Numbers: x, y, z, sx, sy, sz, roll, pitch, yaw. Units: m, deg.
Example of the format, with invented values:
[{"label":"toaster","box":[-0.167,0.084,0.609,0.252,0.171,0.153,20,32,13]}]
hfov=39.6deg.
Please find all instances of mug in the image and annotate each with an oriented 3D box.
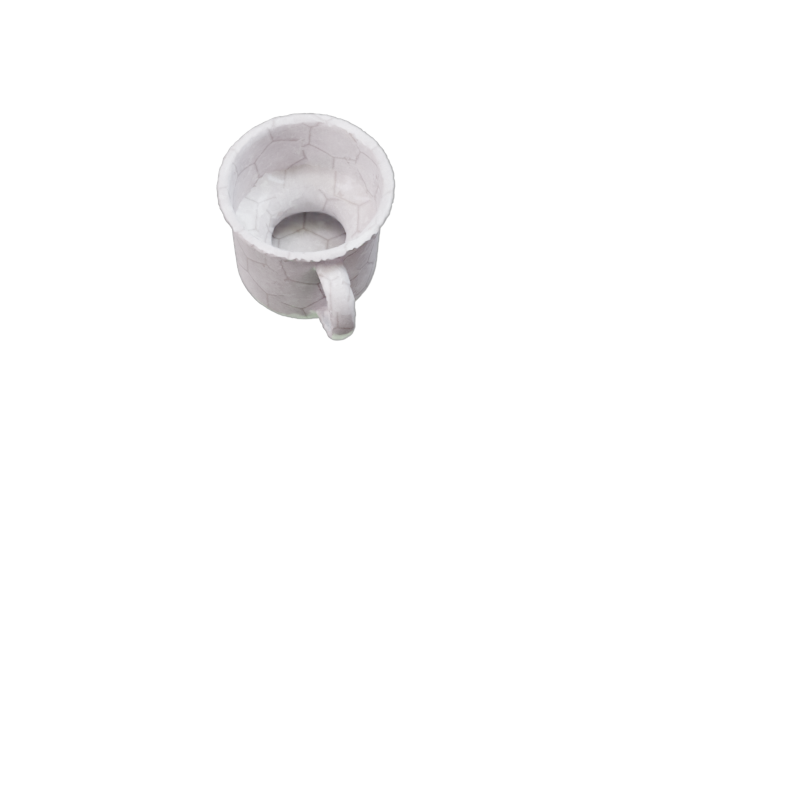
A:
[{"label":"mug","box":[-0.047,-0.086,0.604,0.093,0.125,0.077,-18,-26,-11]}]
